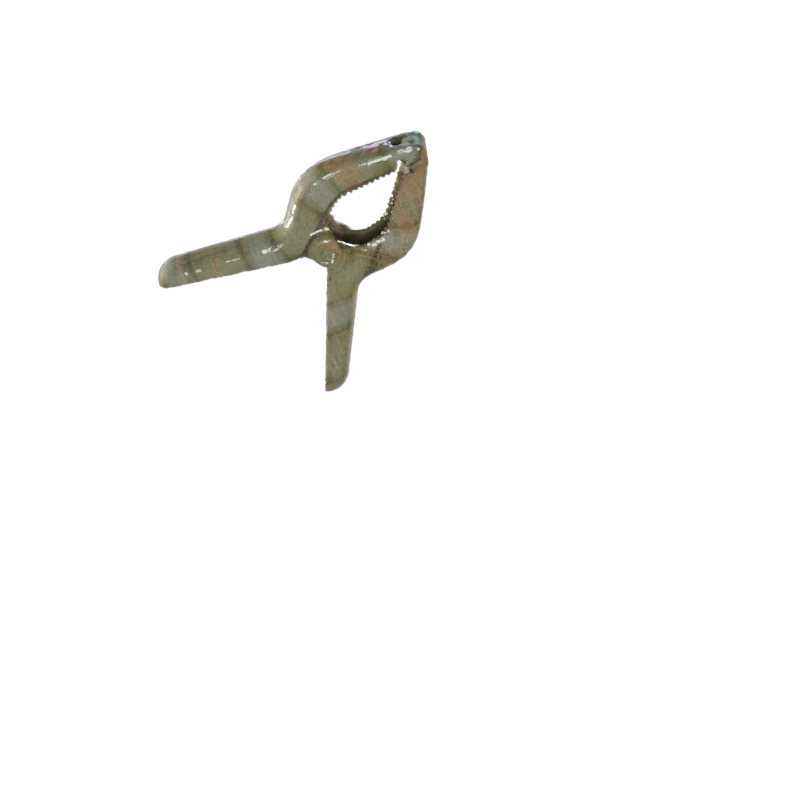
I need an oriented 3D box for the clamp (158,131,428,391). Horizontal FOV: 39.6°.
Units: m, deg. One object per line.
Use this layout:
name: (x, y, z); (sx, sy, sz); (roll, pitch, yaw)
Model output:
clamp: (-0.061, -0.112, 0.781); (0.159, 0.204, 0.039); (28, 28, -17)
